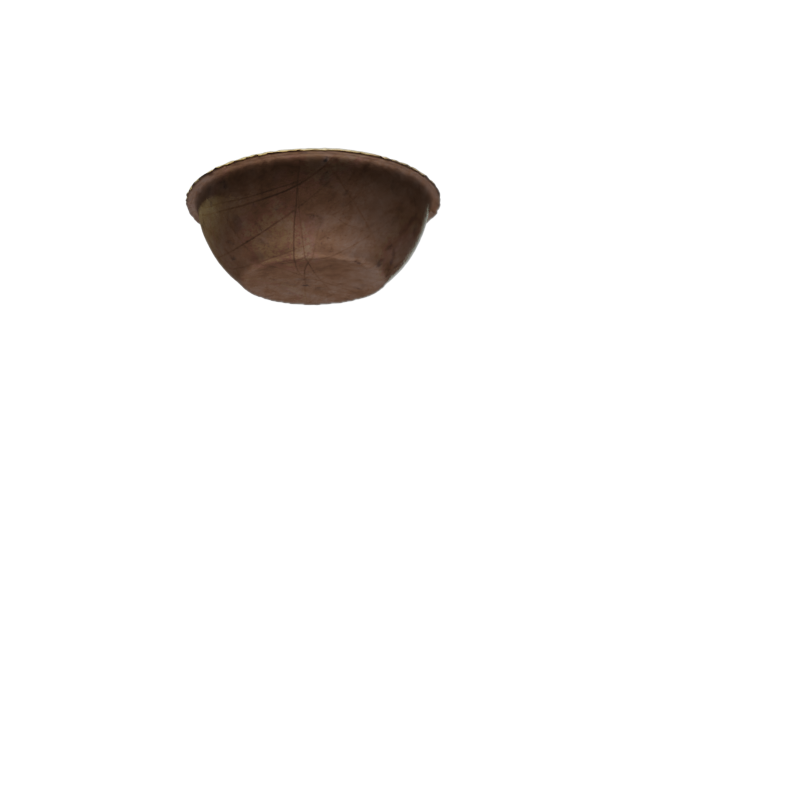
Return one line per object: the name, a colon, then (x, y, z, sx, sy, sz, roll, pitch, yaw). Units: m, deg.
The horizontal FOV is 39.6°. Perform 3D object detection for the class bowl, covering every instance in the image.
bowl: (-0.055, -0.099, 0.697, 0.162, 0.057, 0.156, 0, -15, -2)
